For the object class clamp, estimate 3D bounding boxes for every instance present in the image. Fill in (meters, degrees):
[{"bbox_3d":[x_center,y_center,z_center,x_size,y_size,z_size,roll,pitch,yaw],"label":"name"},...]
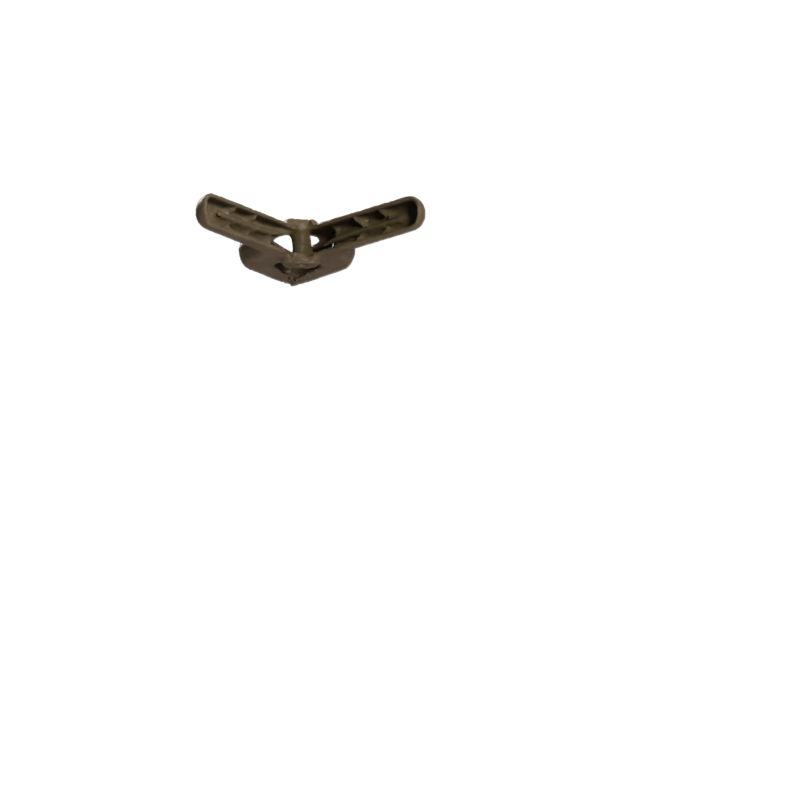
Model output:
[{"bbox_3d":[-0.069,-0.125,0.876,0.164,0.037,0.205,0,-7,-2],"label":"clamp"}]
